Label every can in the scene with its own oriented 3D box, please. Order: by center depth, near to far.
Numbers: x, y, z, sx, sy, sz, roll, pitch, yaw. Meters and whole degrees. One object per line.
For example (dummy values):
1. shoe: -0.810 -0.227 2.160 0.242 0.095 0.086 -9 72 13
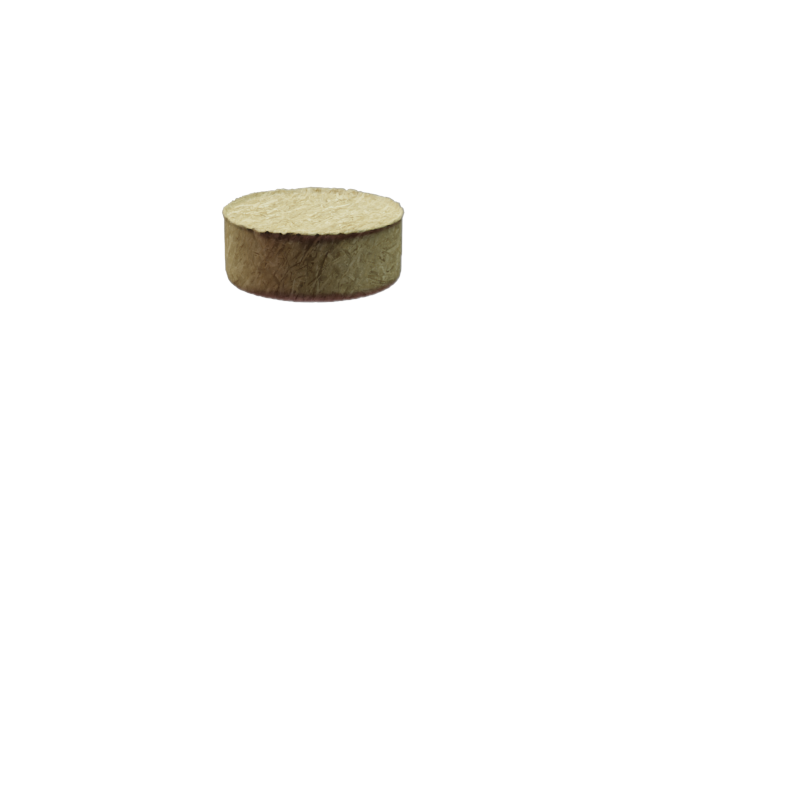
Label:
1. can: -0.041 -0.075 0.527 0.086 0.032 0.090 -1 23 -2
